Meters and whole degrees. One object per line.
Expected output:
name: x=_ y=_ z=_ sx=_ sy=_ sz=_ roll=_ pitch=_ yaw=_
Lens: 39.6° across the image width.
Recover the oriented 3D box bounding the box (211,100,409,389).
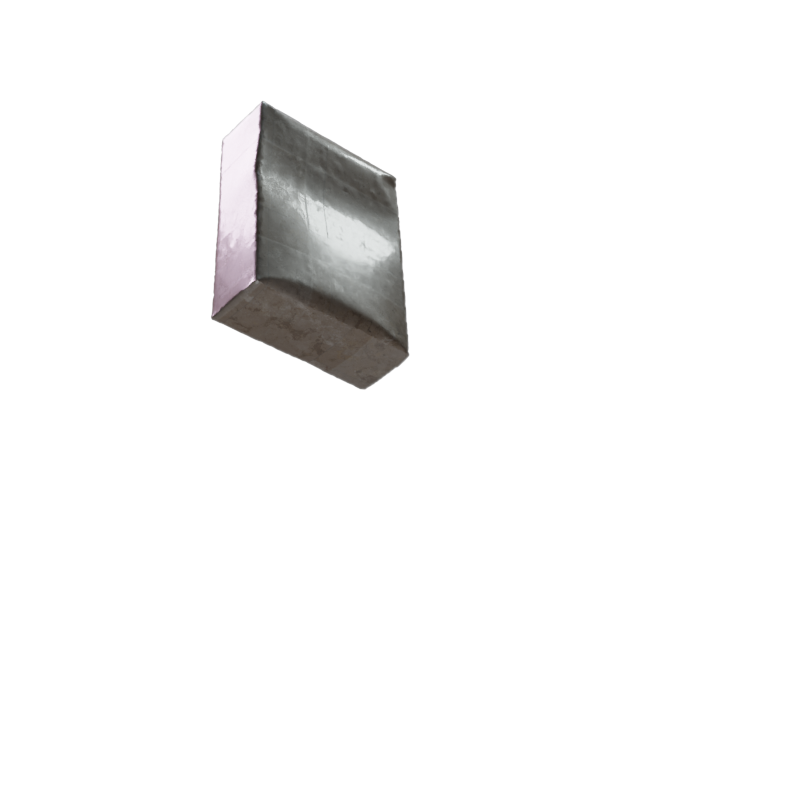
box: x=-0.075 y=-0.138 z=0.964 sx=0.155 sy=0.229 sz=0.071 roll=25 pitch=-46 yaw=-31
